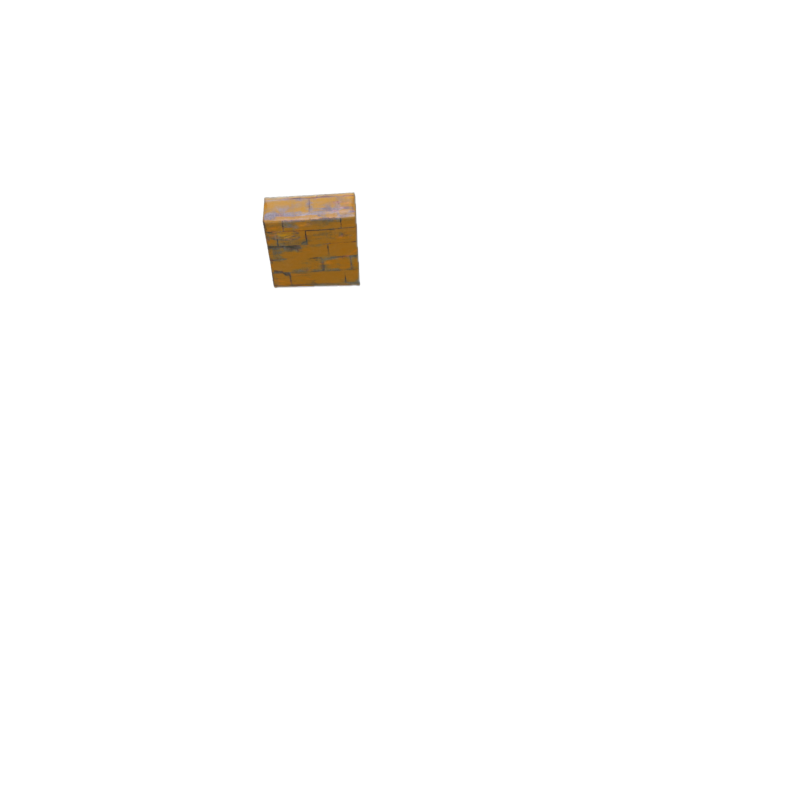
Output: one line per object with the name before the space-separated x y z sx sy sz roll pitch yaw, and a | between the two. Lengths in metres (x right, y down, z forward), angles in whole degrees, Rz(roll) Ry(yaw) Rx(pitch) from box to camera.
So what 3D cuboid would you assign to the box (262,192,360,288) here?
box | -0.071 -0.129 0.902 0.073 0.032 0.083 -2 -36 2
